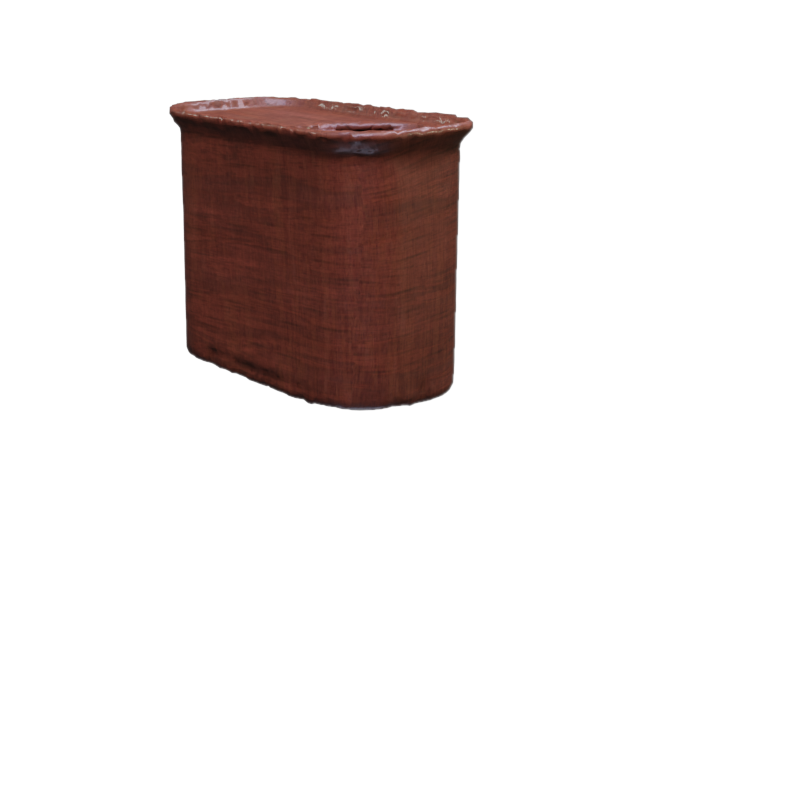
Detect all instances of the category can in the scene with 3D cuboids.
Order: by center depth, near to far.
[{"bbox_3d":[-0.028,-0.051,0.354,0.056,0.081,0.108,-13,22,-41],"label":"can"}]
